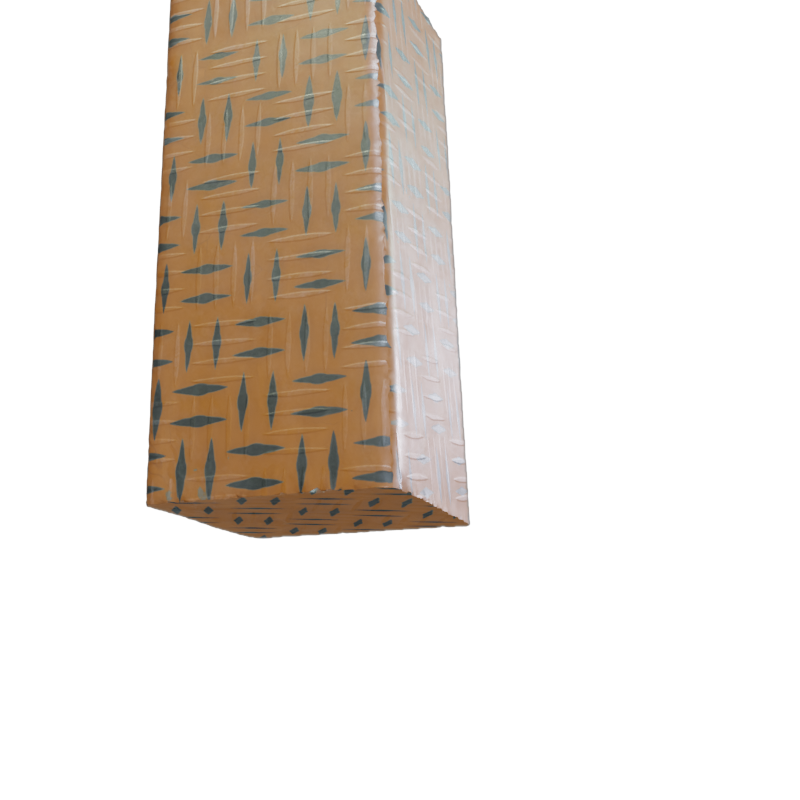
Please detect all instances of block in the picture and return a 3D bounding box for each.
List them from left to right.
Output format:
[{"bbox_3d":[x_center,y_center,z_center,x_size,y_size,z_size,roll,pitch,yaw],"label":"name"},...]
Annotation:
[{"bbox_3d":[-0.034,-0.061,0.423,0.092,0.217,0.084,-9,-22,19],"label":"block"}]
